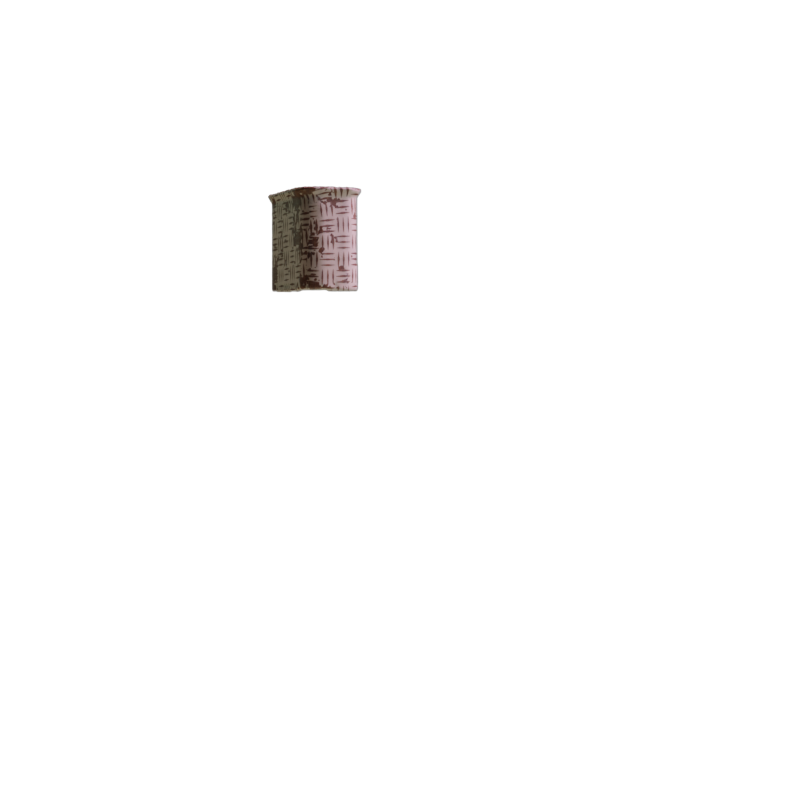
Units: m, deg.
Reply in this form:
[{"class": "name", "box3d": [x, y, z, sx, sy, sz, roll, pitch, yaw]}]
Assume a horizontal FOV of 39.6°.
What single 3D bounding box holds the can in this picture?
[{"class": "can", "box3d": [-0.072, -0.132, 0.927, 0.056, 0.084, 0.105, 0, 2, -24]}]
